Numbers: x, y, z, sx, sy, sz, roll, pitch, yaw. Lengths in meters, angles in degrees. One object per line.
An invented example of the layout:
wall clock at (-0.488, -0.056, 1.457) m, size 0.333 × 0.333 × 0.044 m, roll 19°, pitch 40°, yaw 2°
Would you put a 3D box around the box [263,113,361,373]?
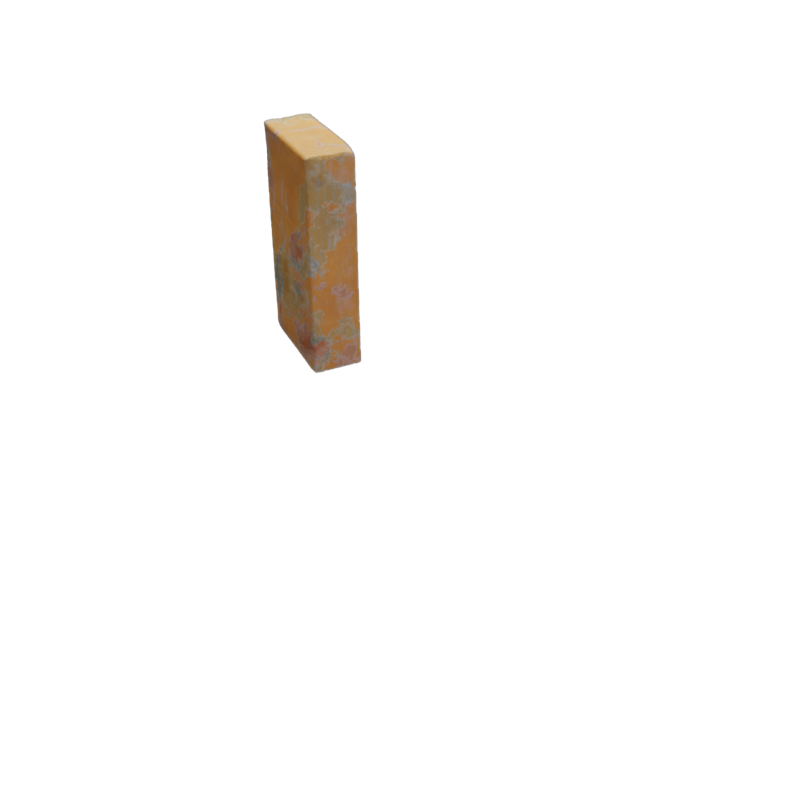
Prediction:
box at (-0.066, -0.121, 0.847) m, size 0.047 × 0.166 × 0.100 m, roll -10°, pitch 31°, yaw -22°
